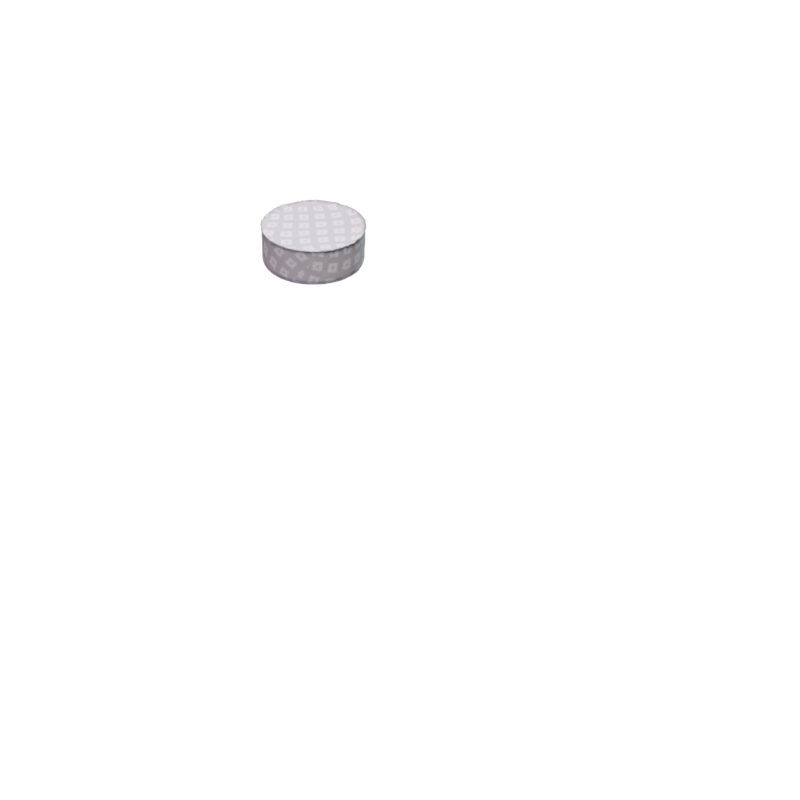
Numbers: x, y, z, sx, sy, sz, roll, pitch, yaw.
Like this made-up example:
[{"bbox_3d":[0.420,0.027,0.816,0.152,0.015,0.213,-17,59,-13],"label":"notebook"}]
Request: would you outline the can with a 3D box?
[{"bbox_3d":[-0.071,-0.129,0.907,0.086,0.031,0.092,-1,35,-2],"label":"can"}]
